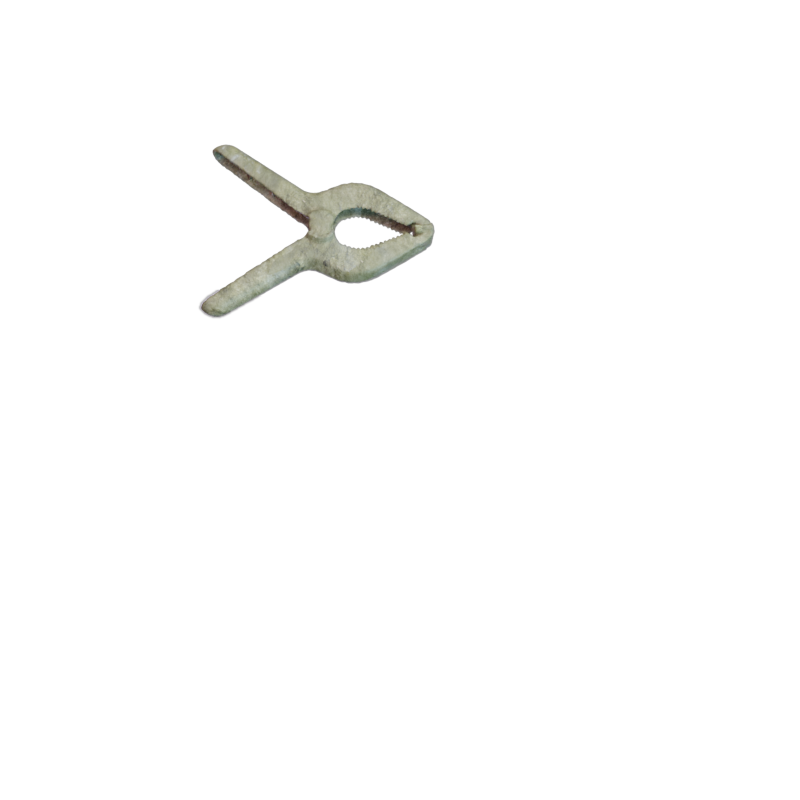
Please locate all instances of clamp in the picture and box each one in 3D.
[{"bbox_3d":[-0.077,-0.141,0.986,0.211,0.172,0.035,8,-21,3],"label":"clamp"}]
